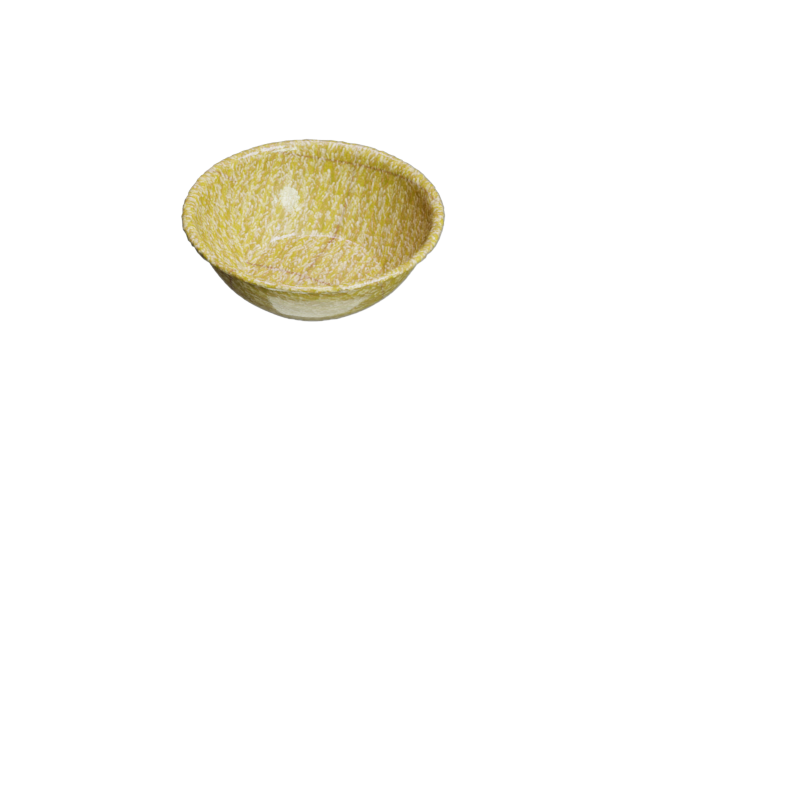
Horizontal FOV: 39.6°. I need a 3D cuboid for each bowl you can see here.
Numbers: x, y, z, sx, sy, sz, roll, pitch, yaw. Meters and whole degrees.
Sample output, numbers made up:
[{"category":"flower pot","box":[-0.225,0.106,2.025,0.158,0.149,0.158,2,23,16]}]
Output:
[{"category":"bowl","box":[-0.054,-0.099,0.695,0.162,0.051,0.174,-1,41,-2]}]
